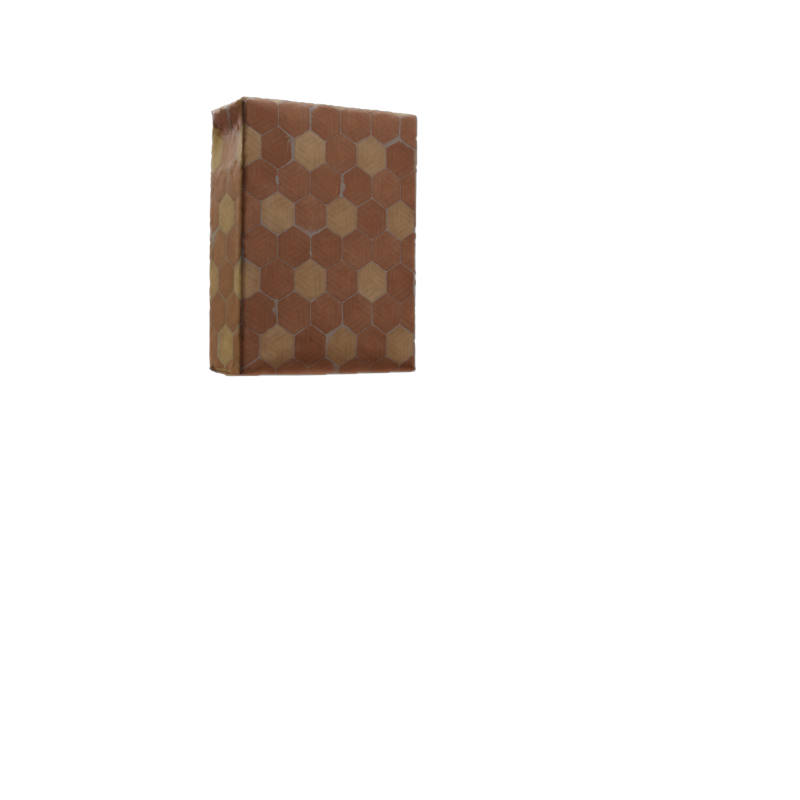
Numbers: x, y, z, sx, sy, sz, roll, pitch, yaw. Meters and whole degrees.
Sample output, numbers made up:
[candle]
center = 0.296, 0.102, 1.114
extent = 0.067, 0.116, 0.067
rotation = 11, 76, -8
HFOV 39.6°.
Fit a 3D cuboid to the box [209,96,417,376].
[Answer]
[box]
center = -0.070, -0.128, 0.899
extent = 0.158, 0.216, 0.074
rotation = 0, -3, -32
